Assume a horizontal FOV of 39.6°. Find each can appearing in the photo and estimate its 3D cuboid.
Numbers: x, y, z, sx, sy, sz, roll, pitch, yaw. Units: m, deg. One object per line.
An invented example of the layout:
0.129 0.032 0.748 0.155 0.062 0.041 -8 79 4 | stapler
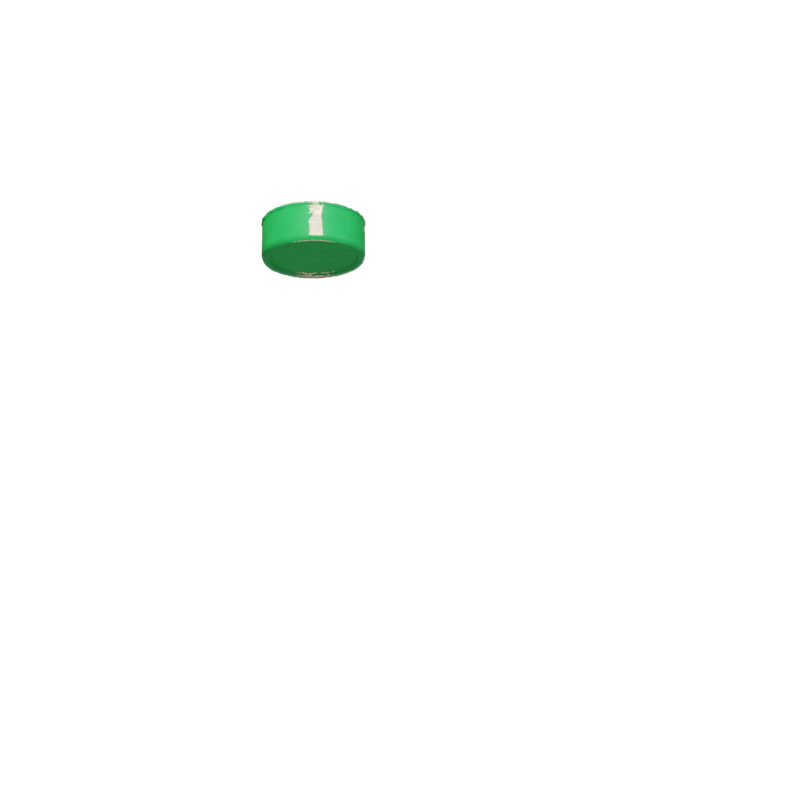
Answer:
-0.071 -0.129 0.904 0.086 0.035 0.082 0 -17 -2 | can
